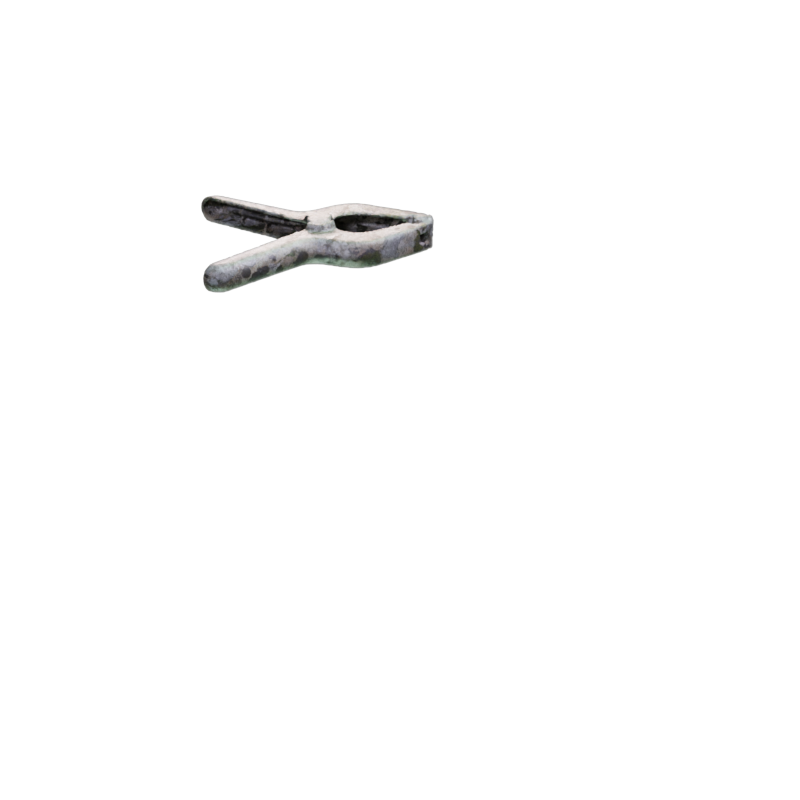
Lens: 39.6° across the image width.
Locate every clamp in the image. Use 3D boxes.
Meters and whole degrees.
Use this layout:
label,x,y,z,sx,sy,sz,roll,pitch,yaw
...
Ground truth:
label,x,y,z,sx,sy,sz,roll,pitch,yaw
clamp,-0.075,-0.137,0.958,0.210,0.034,0.175,0,32,0
